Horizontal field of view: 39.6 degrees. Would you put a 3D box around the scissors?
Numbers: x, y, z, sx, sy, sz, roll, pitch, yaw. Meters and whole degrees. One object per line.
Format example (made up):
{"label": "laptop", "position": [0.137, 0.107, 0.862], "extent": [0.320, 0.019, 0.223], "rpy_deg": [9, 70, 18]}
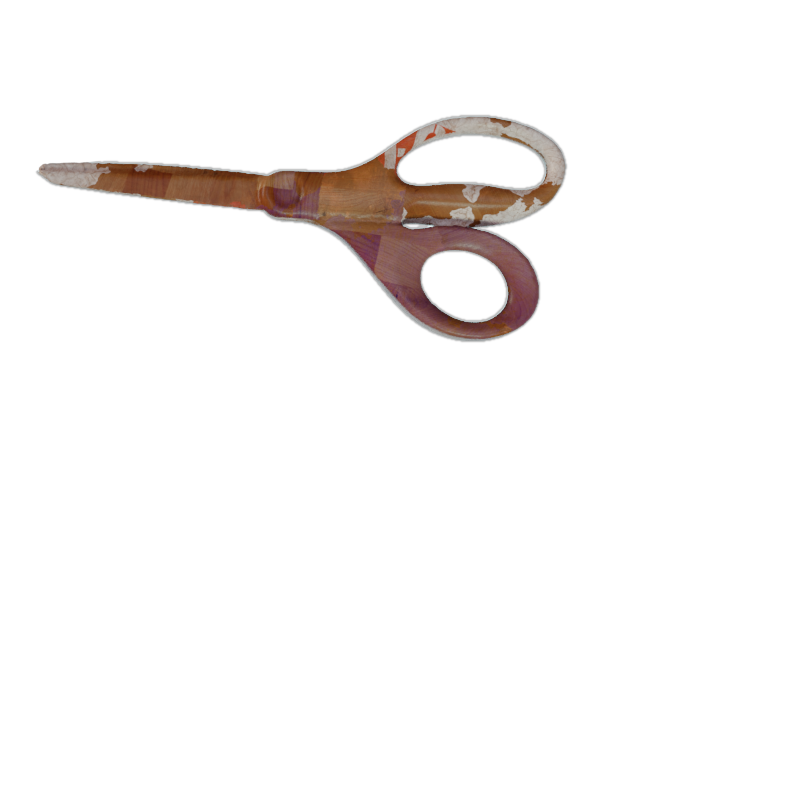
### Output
{"label": "scissors", "position": [-0.033, -0.061, 0.425], "extent": [0.201, 0.099, 0.015], "rpy_deg": [-10, -12, -2]}
